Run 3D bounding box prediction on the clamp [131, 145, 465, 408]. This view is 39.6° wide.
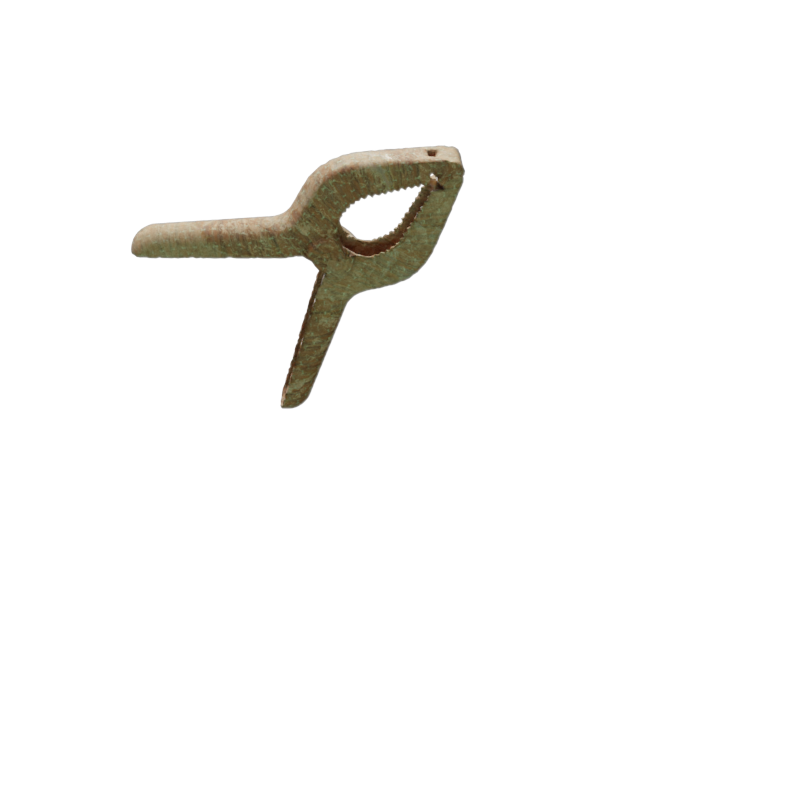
[{"bbox_3d":[-0.055,-0.101,0.704,0.208,0.156,0.039,-39,24,20],"label":"clamp"}]
